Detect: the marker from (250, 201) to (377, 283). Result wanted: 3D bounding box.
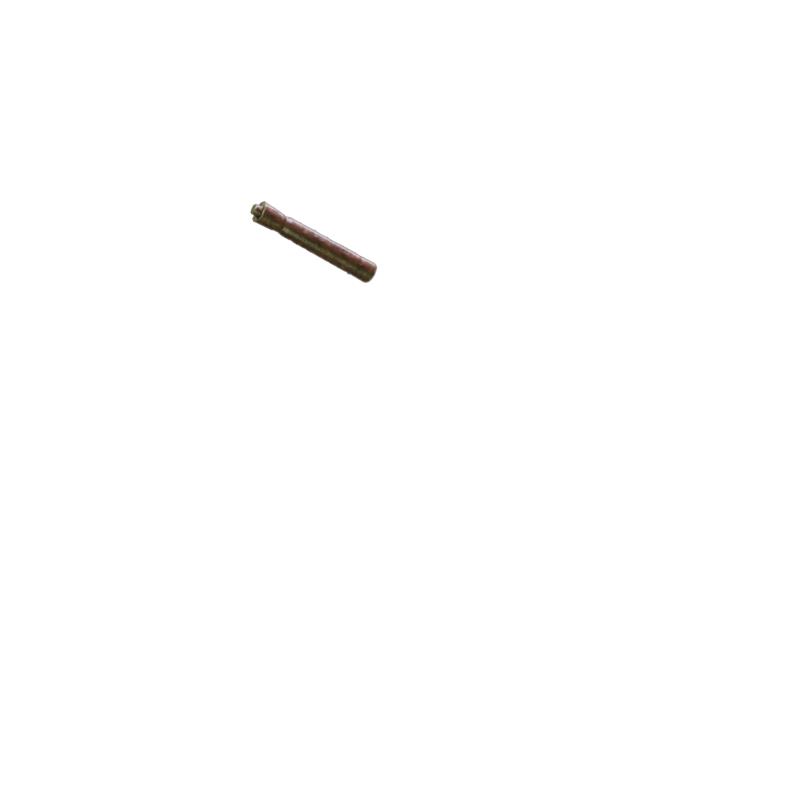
[{"bbox_3d":[-0.071,-0.130,0.911,0.115,0.020,0.020,27,-9,-26],"label":"marker"}]
